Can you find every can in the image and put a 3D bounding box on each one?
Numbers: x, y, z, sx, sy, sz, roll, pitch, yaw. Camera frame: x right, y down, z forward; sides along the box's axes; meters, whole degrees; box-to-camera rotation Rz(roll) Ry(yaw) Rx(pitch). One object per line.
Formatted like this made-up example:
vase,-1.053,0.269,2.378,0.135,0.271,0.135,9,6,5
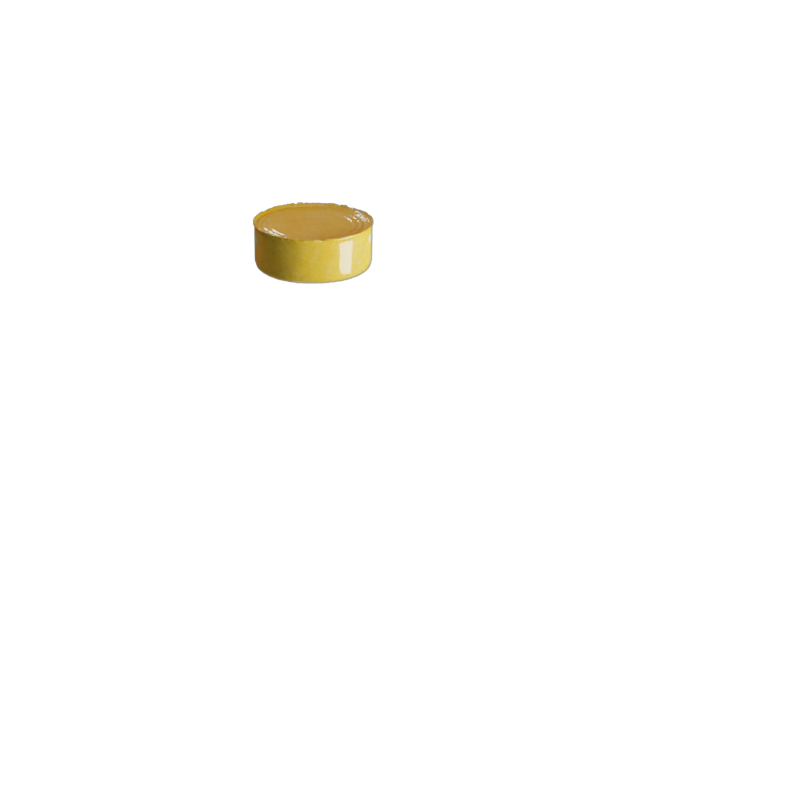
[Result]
can,-0.062,-0.113,0.791,0.086,0.032,0.090,-1,26,-2
